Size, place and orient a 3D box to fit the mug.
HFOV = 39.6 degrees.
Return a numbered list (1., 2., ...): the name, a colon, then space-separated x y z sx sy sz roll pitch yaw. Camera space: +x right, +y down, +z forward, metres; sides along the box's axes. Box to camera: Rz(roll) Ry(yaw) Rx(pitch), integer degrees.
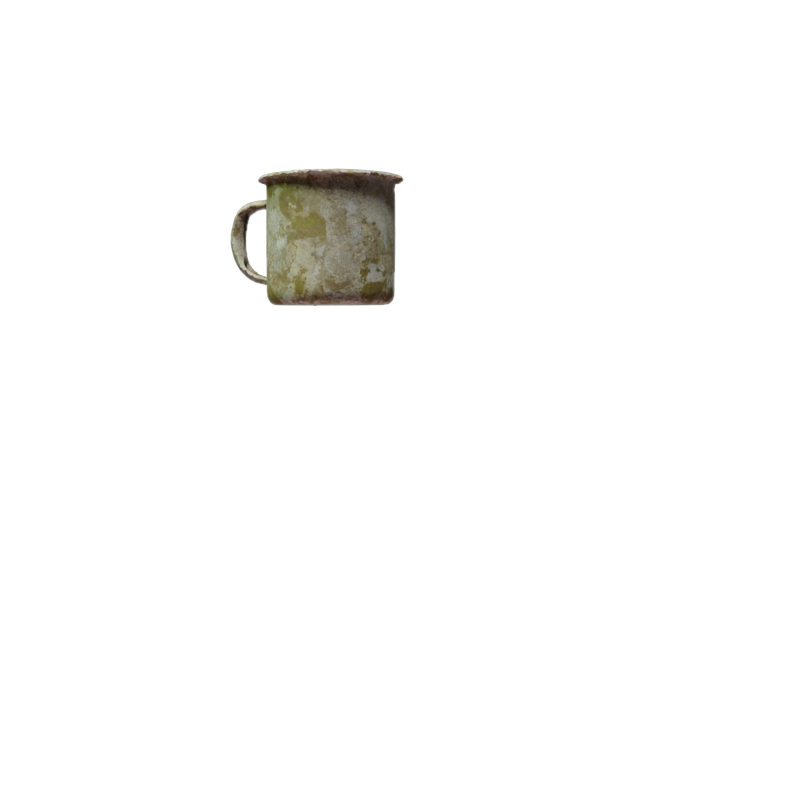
1. mug: -0.056 -0.101 0.710 0.120 0.082 0.091 1 1 20
